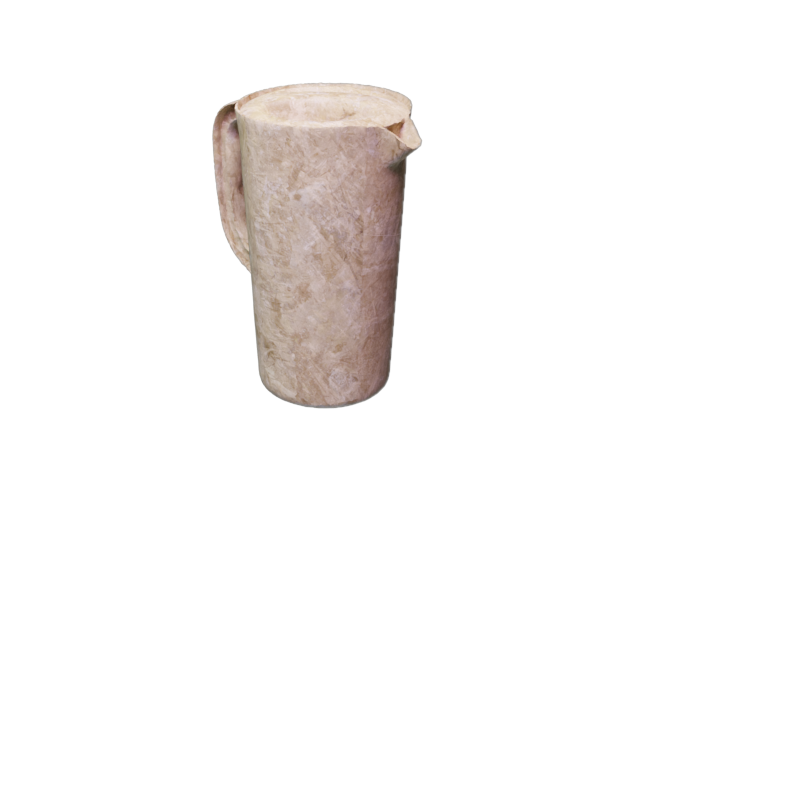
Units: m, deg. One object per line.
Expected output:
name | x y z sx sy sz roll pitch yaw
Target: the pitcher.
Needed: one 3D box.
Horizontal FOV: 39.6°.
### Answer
pitcher | -0.069 -0.125 0.877 0.143 0.231 0.159 -4 25 -11
